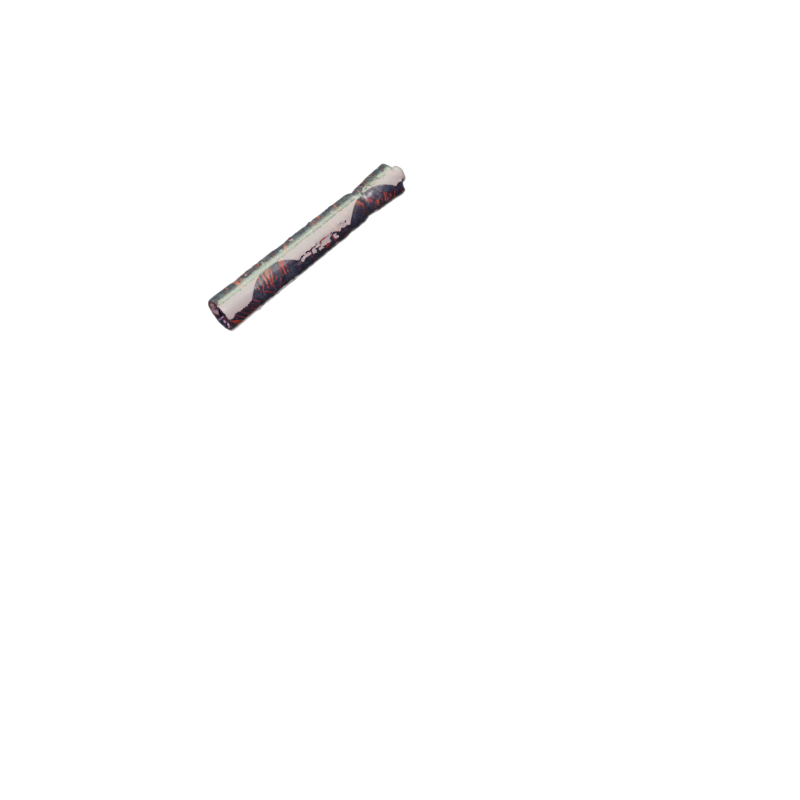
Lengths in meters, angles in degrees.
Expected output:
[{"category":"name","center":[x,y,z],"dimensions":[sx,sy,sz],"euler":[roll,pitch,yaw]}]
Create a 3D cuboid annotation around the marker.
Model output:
[{"category":"marker","center":[-0.043,-0.078,0.546],"dimensions":[0.122,0.019,0.020],"euler":[-42,21,-20]}]
